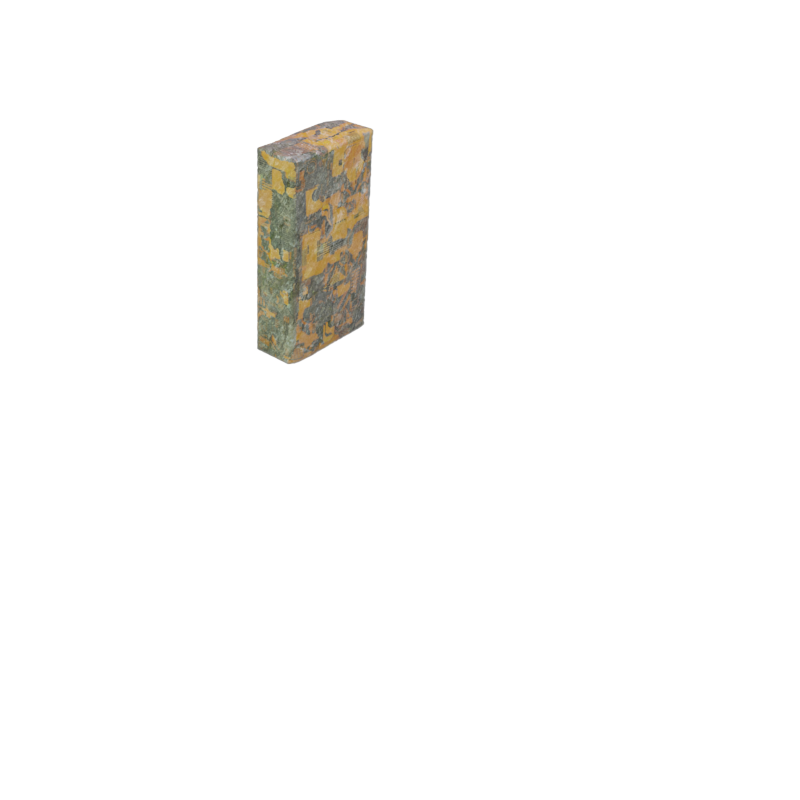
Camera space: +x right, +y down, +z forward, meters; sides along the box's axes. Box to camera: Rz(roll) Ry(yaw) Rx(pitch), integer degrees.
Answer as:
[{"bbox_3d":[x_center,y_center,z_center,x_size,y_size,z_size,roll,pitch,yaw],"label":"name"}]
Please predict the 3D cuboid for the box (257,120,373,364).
[{"bbox_3d":[-0.068,-0.124,0.867,0.051,0.167,0.093,21,33,33],"label":"box"}]
